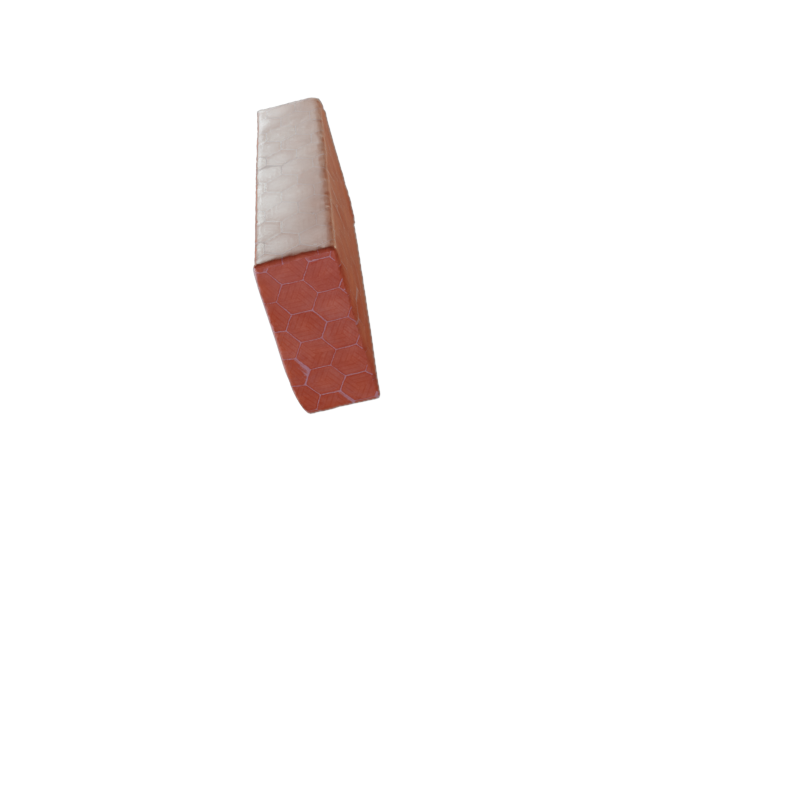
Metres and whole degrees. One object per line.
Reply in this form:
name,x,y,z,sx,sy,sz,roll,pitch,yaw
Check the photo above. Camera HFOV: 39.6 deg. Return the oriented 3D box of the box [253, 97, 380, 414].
box,-0.046,-0.085,0.594,0.048,0.087,0.189,-12,37,5
